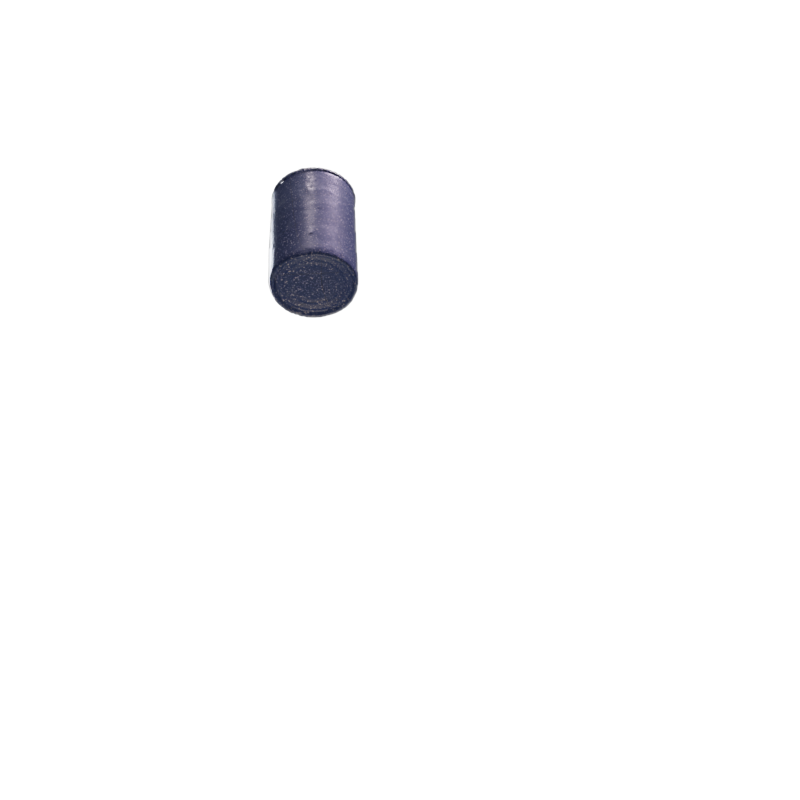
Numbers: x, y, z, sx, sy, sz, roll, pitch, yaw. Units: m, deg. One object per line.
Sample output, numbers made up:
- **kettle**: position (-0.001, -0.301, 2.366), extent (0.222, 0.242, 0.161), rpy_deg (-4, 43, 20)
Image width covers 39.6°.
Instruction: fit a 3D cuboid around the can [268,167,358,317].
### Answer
- **can**: position (-0.067, -0.122, 0.856), extent (0.068, 0.110, 0.064), rpy_deg (-1, -45, -3)
